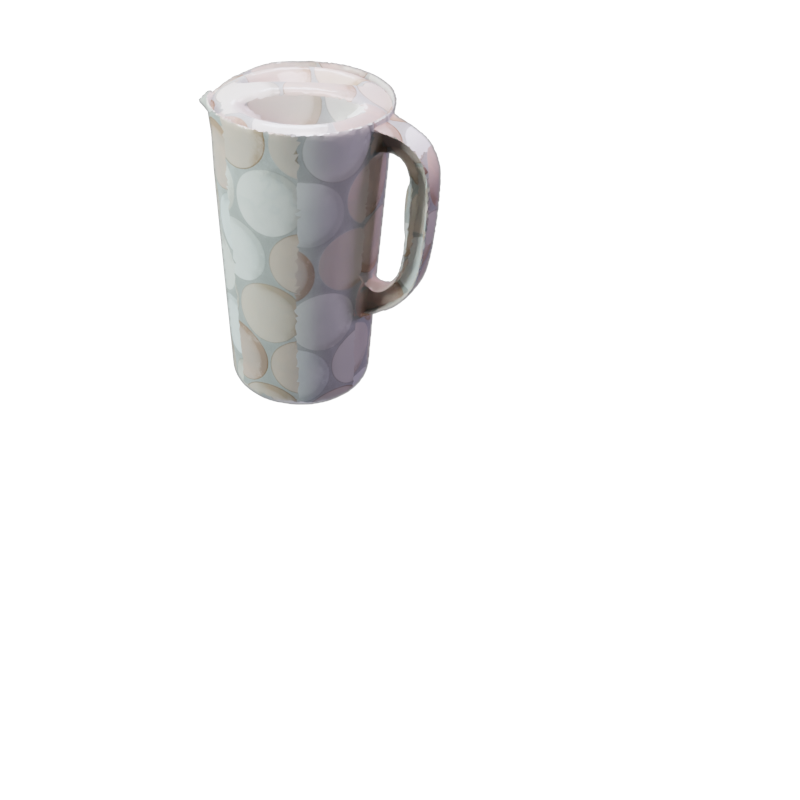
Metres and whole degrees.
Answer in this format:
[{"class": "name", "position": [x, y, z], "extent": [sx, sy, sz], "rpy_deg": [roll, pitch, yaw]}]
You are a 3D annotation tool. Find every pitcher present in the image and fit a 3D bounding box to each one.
[{"class": "pitcher", "position": [-0.064, -0.117, 0.822], "extent": [0.143, 0.228, 0.161], "rpy_deg": [-9, 35, -16]}]
